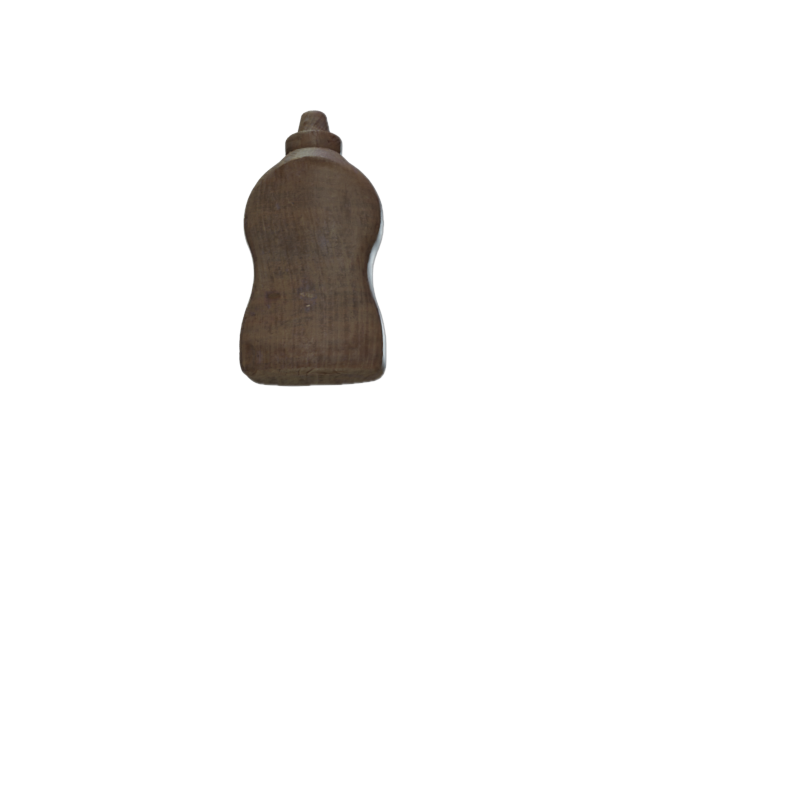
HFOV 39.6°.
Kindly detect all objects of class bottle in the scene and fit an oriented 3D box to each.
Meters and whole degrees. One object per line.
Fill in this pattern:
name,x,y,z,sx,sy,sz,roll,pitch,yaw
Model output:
bottle,-0.059,-0.108,0.760,0.097,0.200,0.055,-4,-17,9
